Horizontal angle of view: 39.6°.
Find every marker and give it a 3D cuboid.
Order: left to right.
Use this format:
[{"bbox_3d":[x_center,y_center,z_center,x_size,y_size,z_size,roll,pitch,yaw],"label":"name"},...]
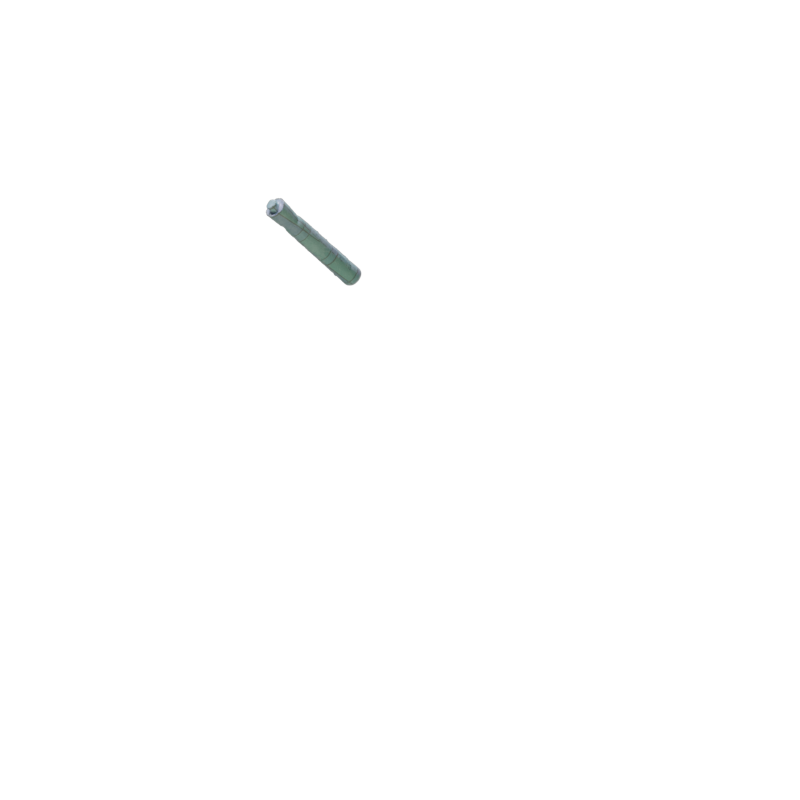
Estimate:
[{"bbox_3d":[-0.075,-0.137,0.957,0.021,0.020,0.112,3,-26,43],"label":"marker"}]
